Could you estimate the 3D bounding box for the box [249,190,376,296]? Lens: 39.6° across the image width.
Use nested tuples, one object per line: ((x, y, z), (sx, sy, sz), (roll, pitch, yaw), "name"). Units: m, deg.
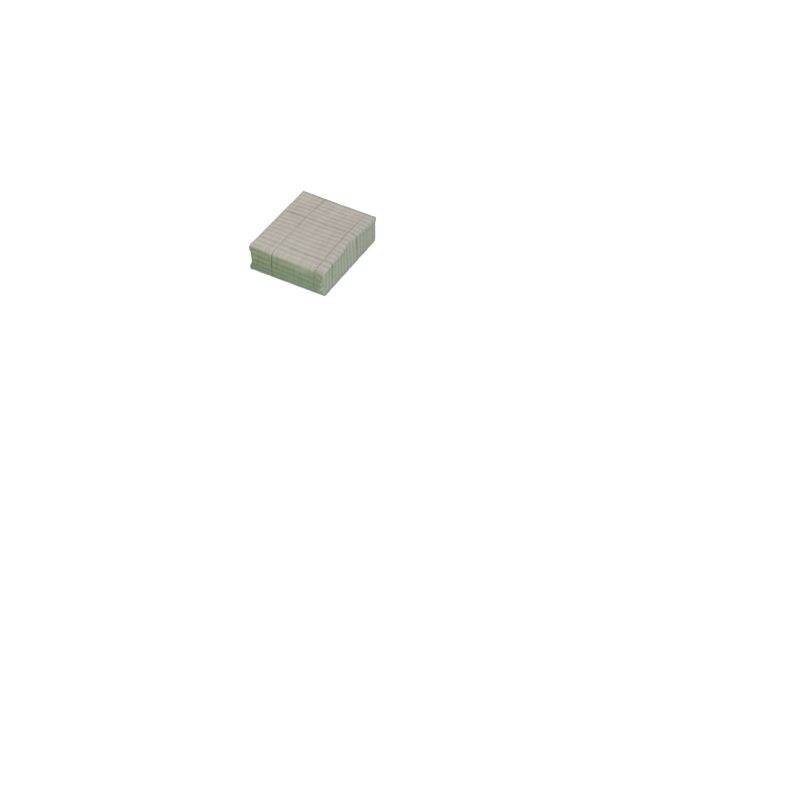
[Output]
((-0.073, -0.132, 0.927), (0.076, 0.028, 0.092), (21, 47, 21), "box")
